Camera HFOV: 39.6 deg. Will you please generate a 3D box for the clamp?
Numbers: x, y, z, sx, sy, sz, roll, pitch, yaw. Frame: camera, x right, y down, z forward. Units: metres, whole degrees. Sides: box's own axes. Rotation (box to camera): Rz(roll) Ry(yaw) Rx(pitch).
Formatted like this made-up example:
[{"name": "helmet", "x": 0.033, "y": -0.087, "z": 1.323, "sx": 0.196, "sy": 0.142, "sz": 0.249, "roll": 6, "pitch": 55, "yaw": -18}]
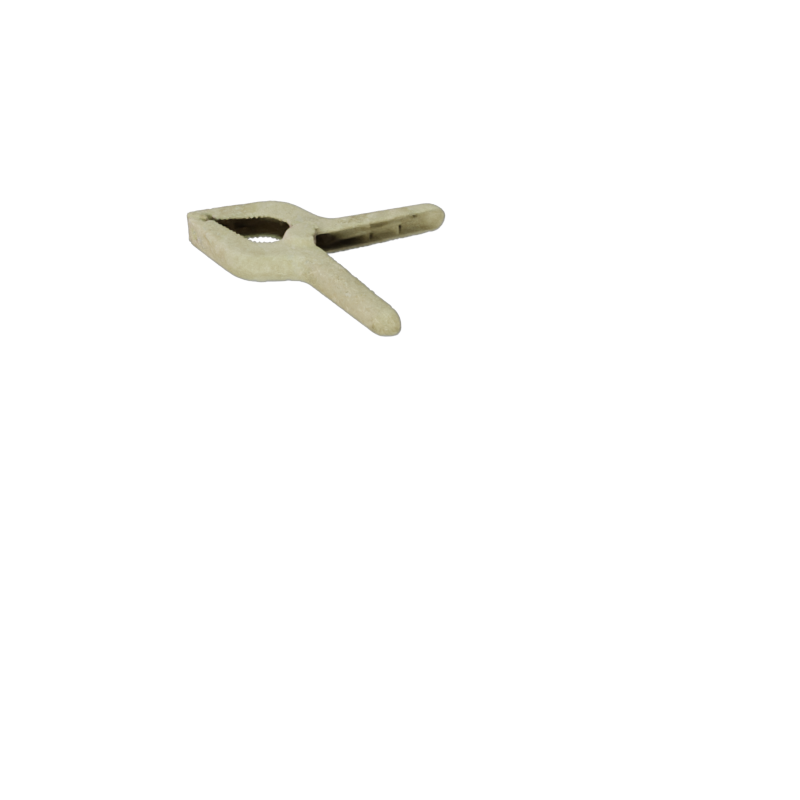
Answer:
[{"name": "clamp", "x": -0.071, "y": -0.130, "z": 0.909, "sx": 0.217, "sy": 0.034, "sz": 0.170, "roll": 15, "pitch": 42, "yaw": 18}]
